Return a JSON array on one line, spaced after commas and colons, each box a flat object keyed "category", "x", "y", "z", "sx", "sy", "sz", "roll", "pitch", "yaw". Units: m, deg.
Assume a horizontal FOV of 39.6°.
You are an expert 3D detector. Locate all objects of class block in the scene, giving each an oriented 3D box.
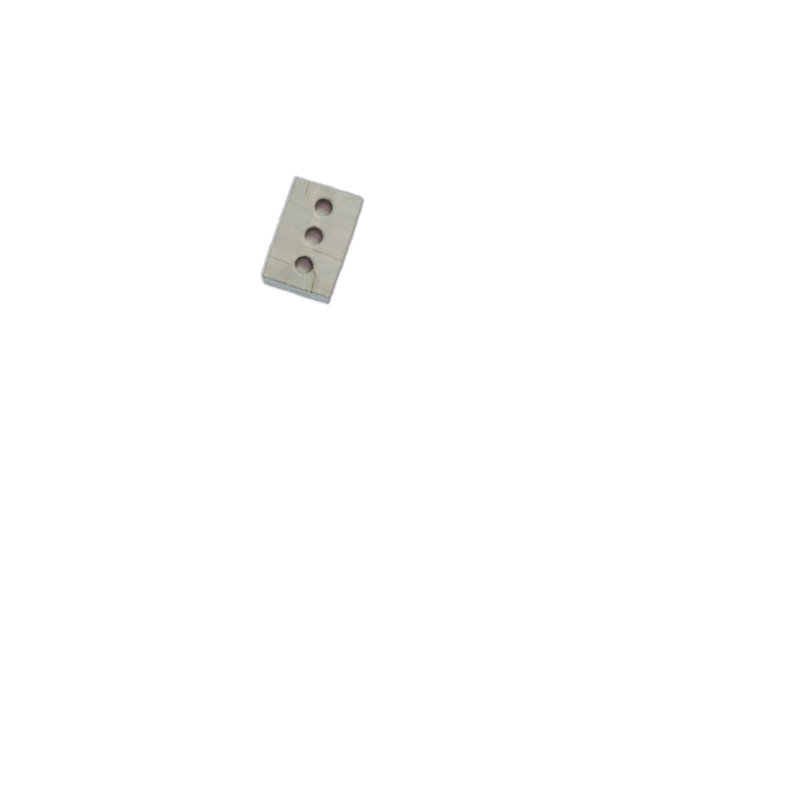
[{"category": "block", "x": -0.063, "y": -0.115, "z": 0.806, "sx": 0.053, "sy": 0.079, "sz": 0.050, "roll": 18, "pitch": -7, "yaw": 0}]
